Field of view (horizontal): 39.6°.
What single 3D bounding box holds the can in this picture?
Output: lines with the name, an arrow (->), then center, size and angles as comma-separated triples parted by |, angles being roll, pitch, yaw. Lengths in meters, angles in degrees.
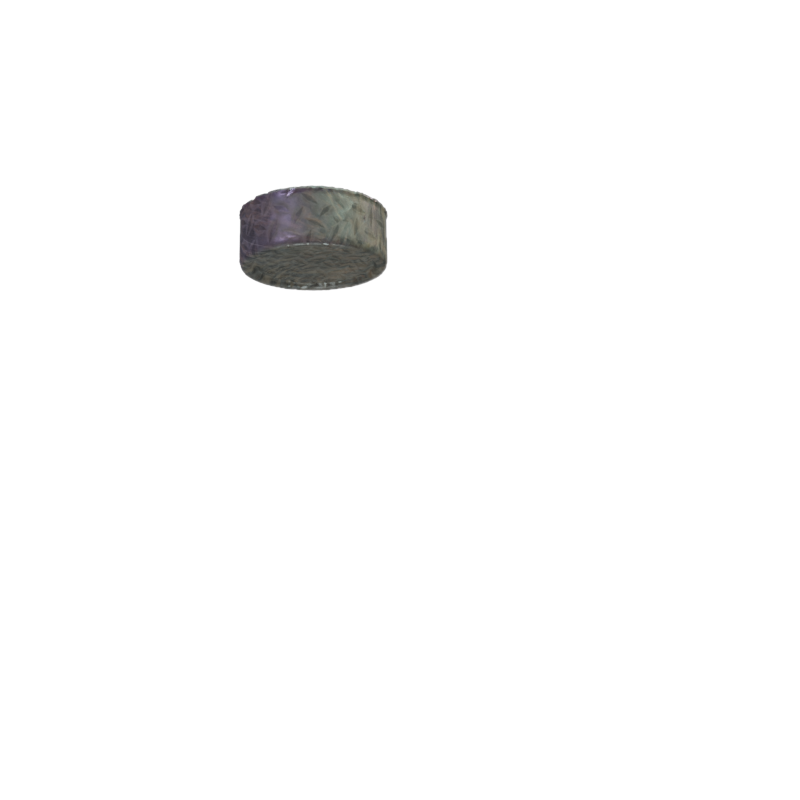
can -> -0.050, -0.091, 0.637 | 0.086, 0.035, 0.083 | 0, -14, -2
